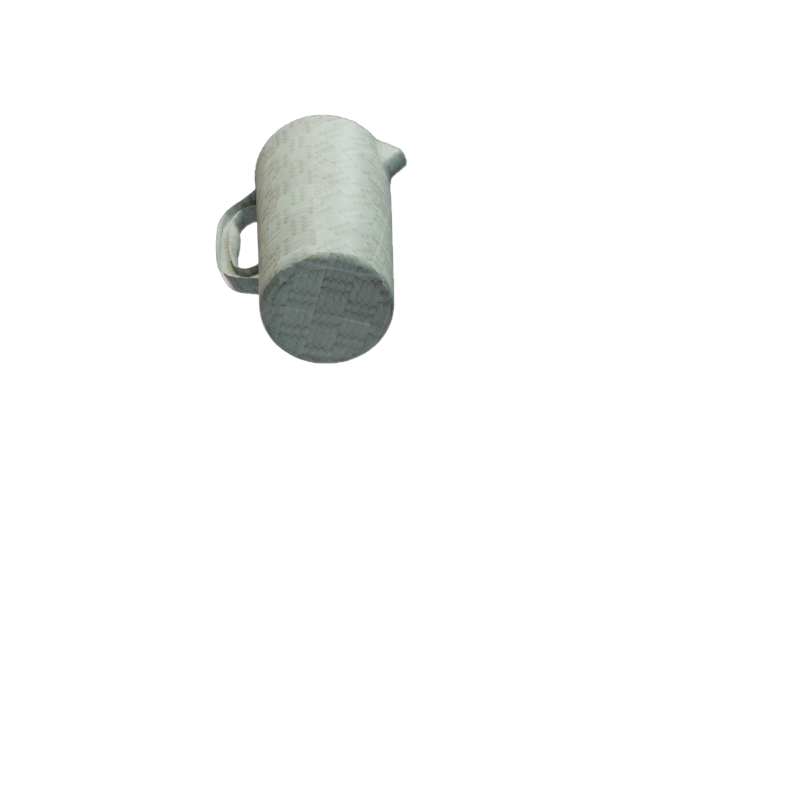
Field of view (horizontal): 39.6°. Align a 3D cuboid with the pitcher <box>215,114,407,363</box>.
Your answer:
[{"bbox_3d":[-0.076,-0.139,0.977,0.141,0.144,0.260,20,32,-17],"label":"pitcher"}]
